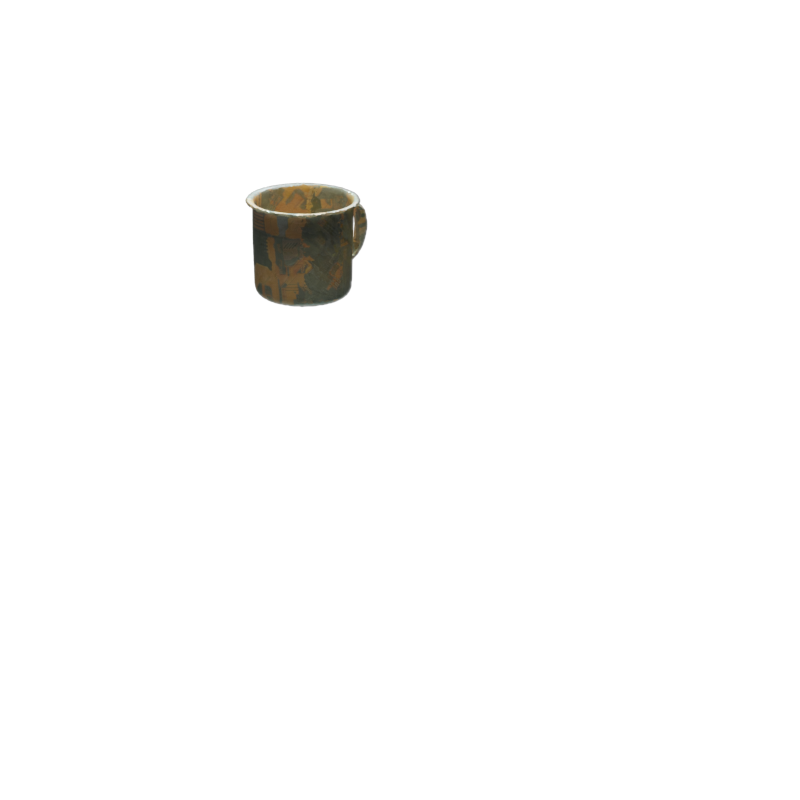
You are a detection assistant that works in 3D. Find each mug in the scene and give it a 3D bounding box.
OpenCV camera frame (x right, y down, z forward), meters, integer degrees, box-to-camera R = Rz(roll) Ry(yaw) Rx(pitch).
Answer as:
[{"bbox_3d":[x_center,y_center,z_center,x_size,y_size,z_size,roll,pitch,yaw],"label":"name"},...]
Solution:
[{"bbox_3d":[-0.072,-0.132,0.923,0.099,0.078,0.116,20,31,38],"label":"mug"}]
